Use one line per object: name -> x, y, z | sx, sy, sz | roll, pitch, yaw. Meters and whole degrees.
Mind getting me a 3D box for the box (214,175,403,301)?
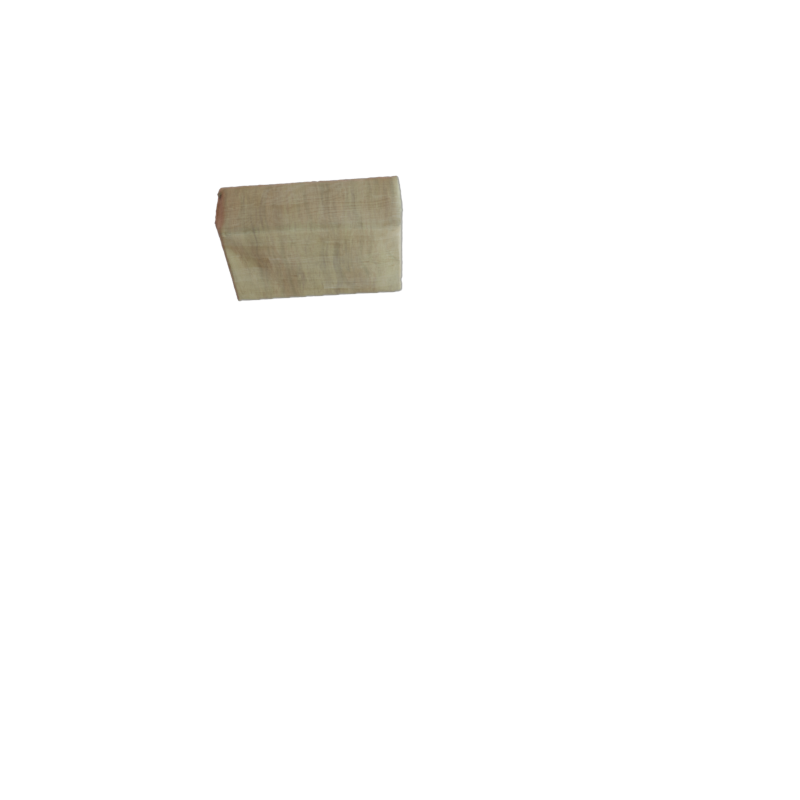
box -> -0.055, -0.100, 0.701 | 0.114, 0.041, 0.085 | -1, -24, 2
